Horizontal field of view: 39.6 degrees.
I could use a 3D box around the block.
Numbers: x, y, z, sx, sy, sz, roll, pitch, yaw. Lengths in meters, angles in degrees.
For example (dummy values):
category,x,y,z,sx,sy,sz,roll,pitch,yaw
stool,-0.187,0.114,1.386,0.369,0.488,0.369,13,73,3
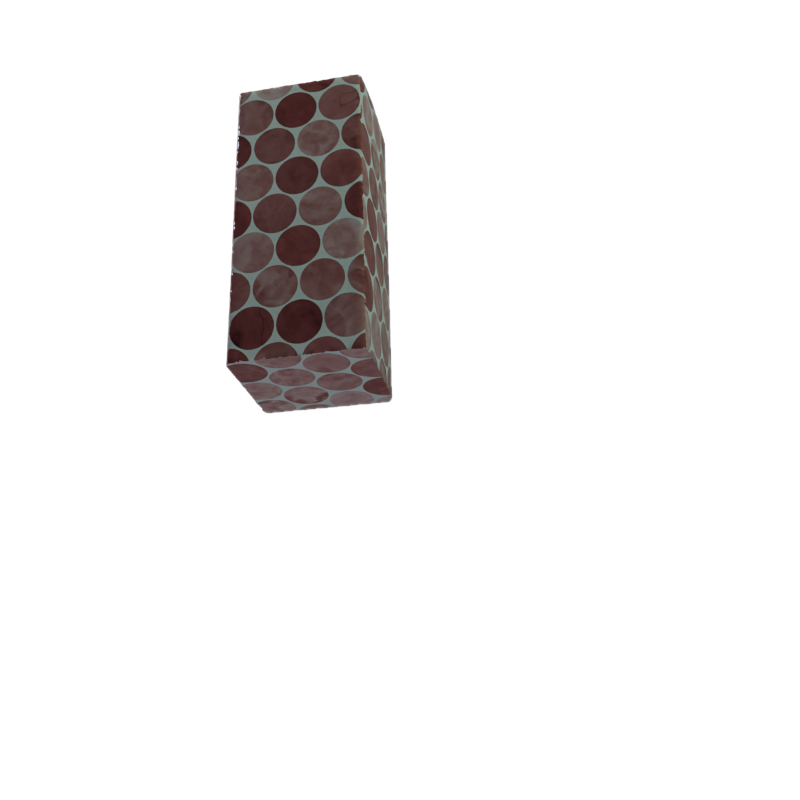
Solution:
category,x,y,z,sx,sy,sz,roll,pitch,yaw
block,-0.058,-0.107,0.752,0.092,0.219,0.084,-7,-28,10
